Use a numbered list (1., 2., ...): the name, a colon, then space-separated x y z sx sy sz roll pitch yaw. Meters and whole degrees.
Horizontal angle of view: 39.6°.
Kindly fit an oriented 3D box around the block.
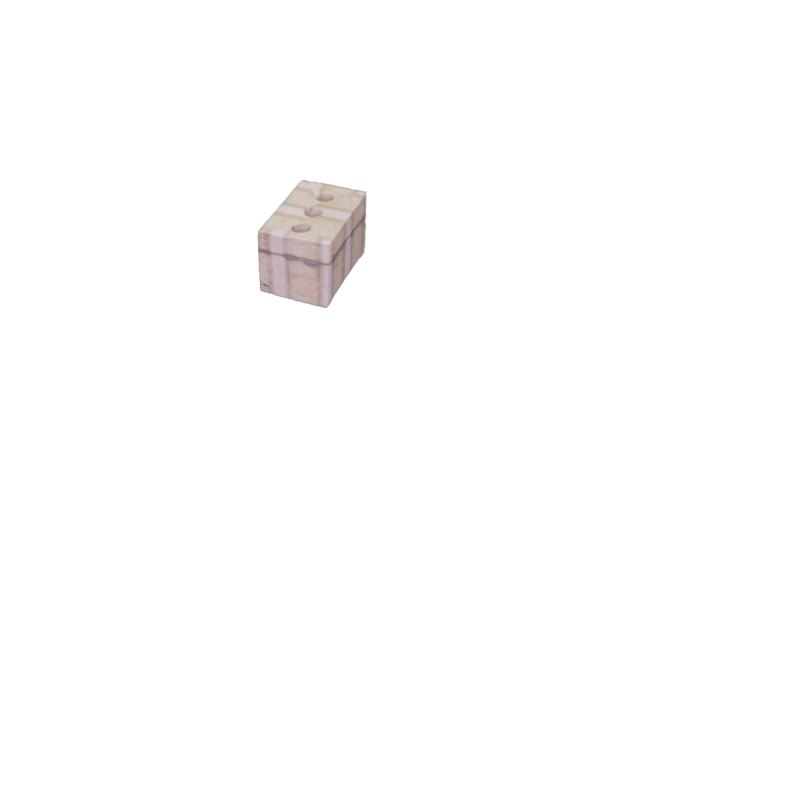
1. block: -0.061 -0.111 0.775 0.054 0.048 0.081 12 39 14
